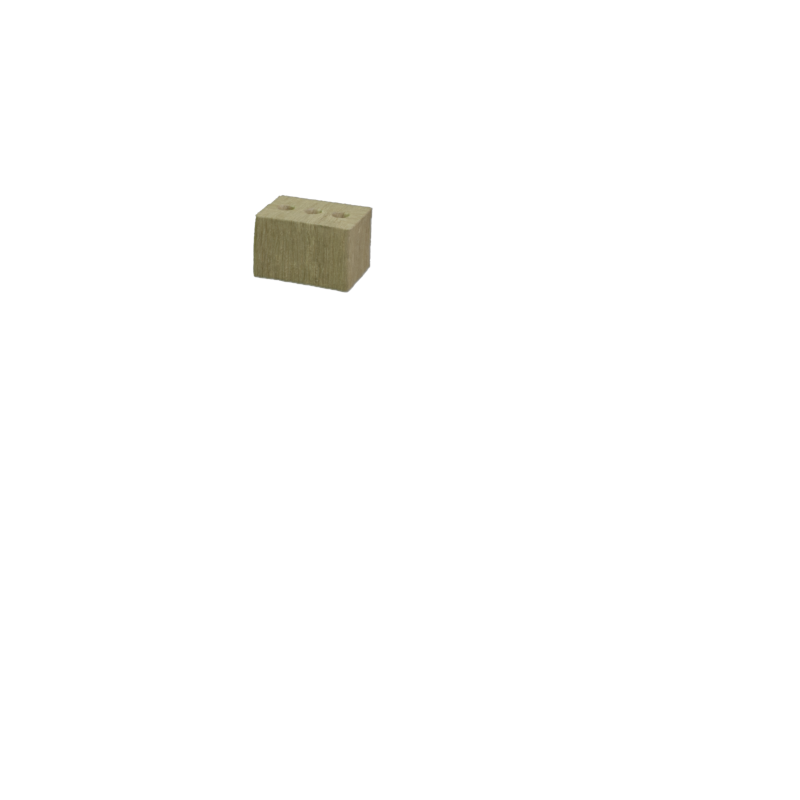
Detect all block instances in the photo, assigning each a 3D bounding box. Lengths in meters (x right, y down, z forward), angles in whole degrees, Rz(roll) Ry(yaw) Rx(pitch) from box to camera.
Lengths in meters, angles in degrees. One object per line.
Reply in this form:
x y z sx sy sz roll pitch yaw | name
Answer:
-0.065 -0.119 0.834 0.080 0.049 0.054 10 28 18 | block
